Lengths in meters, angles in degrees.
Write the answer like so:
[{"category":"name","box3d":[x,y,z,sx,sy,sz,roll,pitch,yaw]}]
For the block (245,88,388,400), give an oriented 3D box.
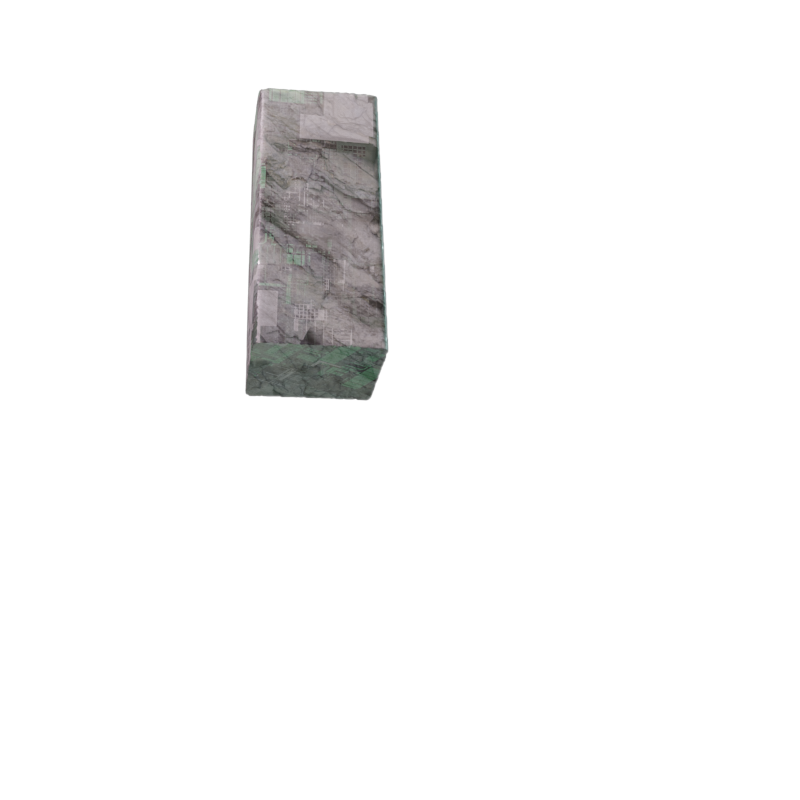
[{"category":"block","box3d":[-0.063,-0.114,0.799,0.090,0.219,0.086,2,-28,-8]}]
